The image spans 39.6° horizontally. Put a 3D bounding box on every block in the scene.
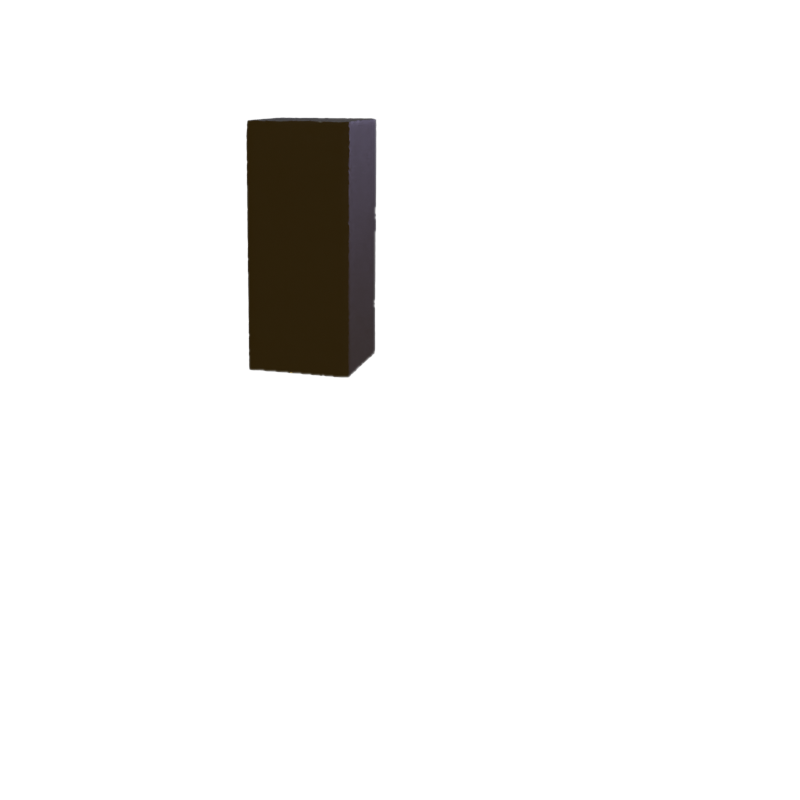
[{"bbox_3d":[-0.074,-0.133,0.934,0.092,0.202,0.091,3,10,14],"label":"block"}]
